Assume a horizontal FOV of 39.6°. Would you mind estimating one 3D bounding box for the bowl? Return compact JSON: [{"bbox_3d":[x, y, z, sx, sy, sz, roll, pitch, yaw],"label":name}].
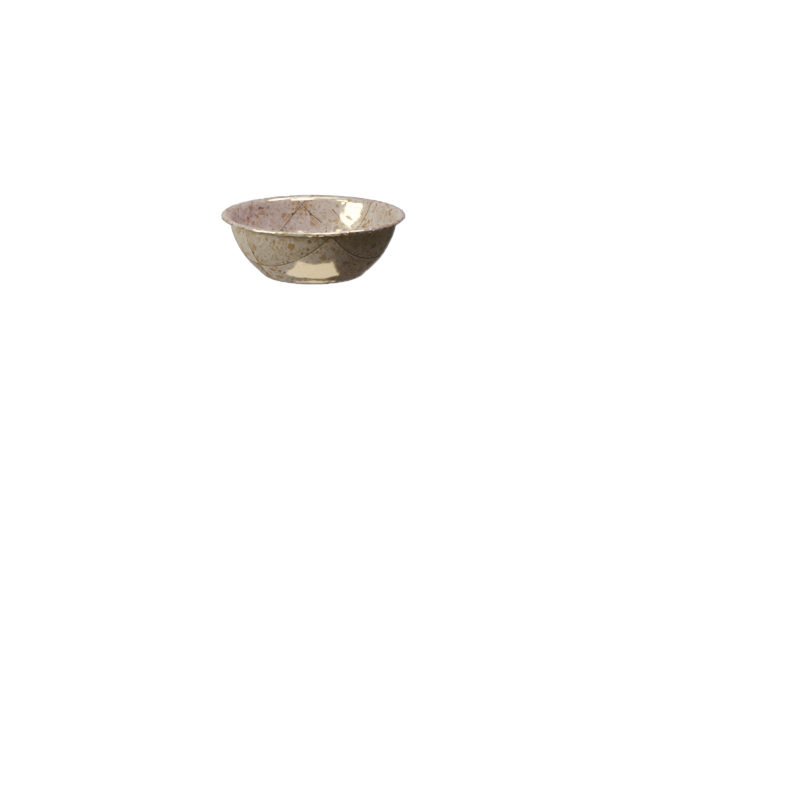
[{"bbox_3d":[-0.077,-0.140,0.979,0.162,0.053,0.169,-1,20,-2],"label":"bowl"}]
